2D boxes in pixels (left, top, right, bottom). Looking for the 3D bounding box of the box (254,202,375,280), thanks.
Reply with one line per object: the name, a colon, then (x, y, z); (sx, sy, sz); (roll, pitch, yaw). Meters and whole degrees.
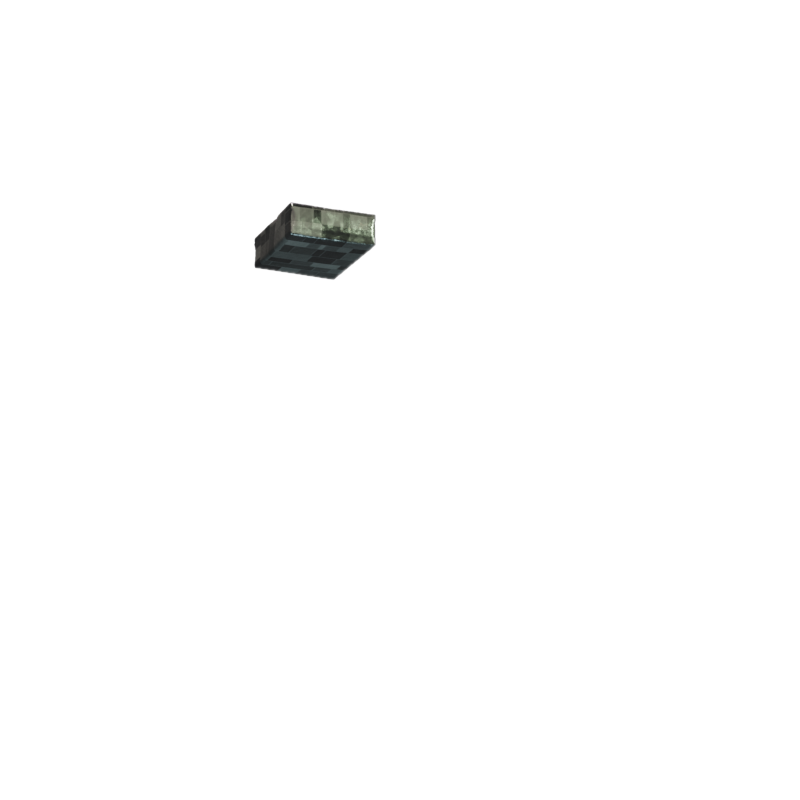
box: (-0.070, -0.128, 0.899); (0.071, 0.031, 0.089); (6, -16, -23)
